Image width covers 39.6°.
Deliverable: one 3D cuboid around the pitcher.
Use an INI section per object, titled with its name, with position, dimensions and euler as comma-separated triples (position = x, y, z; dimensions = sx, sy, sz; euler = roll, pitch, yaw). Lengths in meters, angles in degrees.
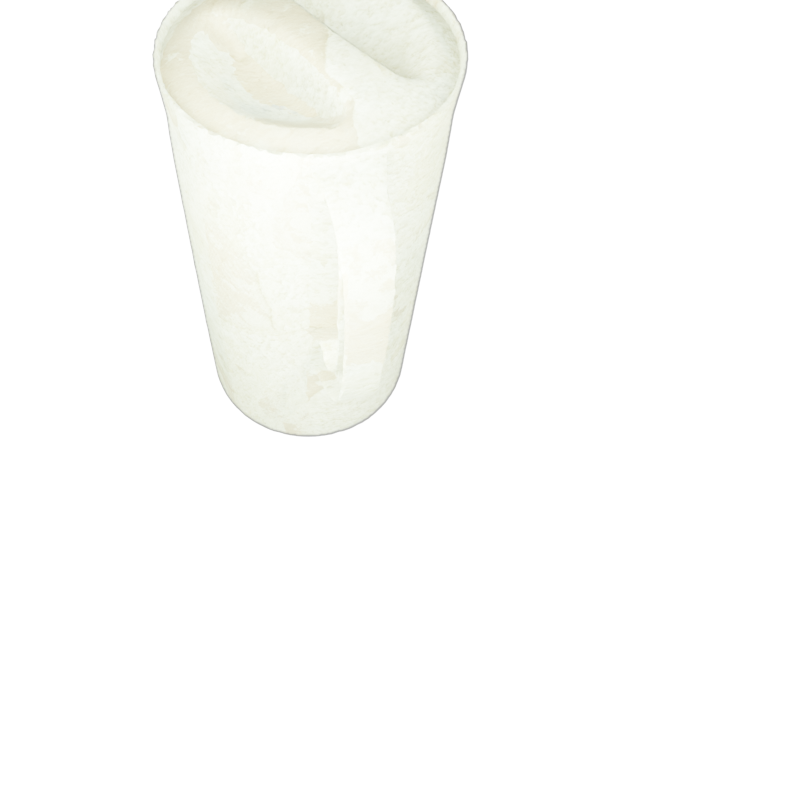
[pitcher]
position = -0.043, -0.078, 0.547
dimensions = 0.150, 0.154, 0.227
euler = 25, -34, 15
